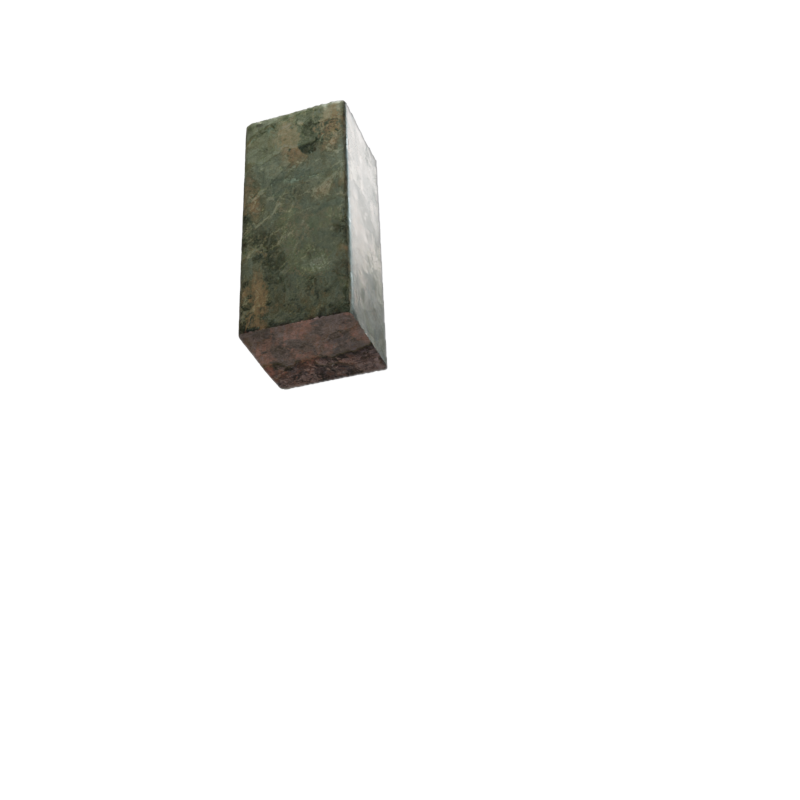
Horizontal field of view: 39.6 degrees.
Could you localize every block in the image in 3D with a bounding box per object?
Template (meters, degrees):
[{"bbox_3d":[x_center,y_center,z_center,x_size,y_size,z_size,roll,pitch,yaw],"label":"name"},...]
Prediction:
[{"bbox_3d":[-0.070,-0.126,0.883,0.092,0.220,0.083,-13,-35,15],"label":"block"}]
